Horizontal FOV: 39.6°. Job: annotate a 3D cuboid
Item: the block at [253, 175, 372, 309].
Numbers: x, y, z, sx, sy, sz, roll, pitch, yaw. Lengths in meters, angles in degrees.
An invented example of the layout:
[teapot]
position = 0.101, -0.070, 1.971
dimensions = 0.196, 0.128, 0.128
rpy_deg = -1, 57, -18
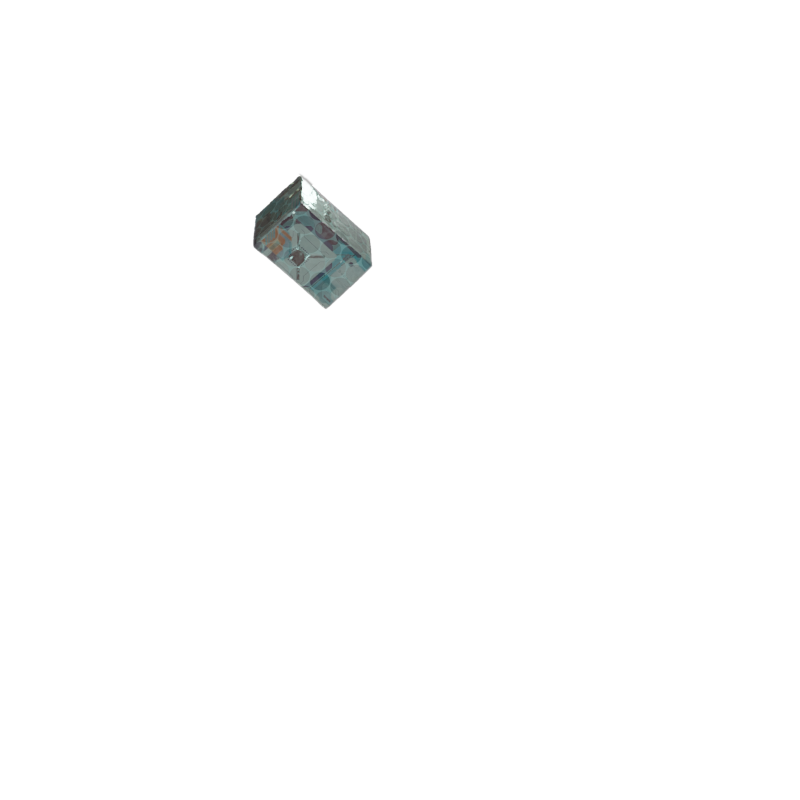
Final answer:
[block]
position = -0.066, -0.120, 0.842
dimensions = 0.052, 0.074, 0.054
rpy_deg = -41, 23, 19
